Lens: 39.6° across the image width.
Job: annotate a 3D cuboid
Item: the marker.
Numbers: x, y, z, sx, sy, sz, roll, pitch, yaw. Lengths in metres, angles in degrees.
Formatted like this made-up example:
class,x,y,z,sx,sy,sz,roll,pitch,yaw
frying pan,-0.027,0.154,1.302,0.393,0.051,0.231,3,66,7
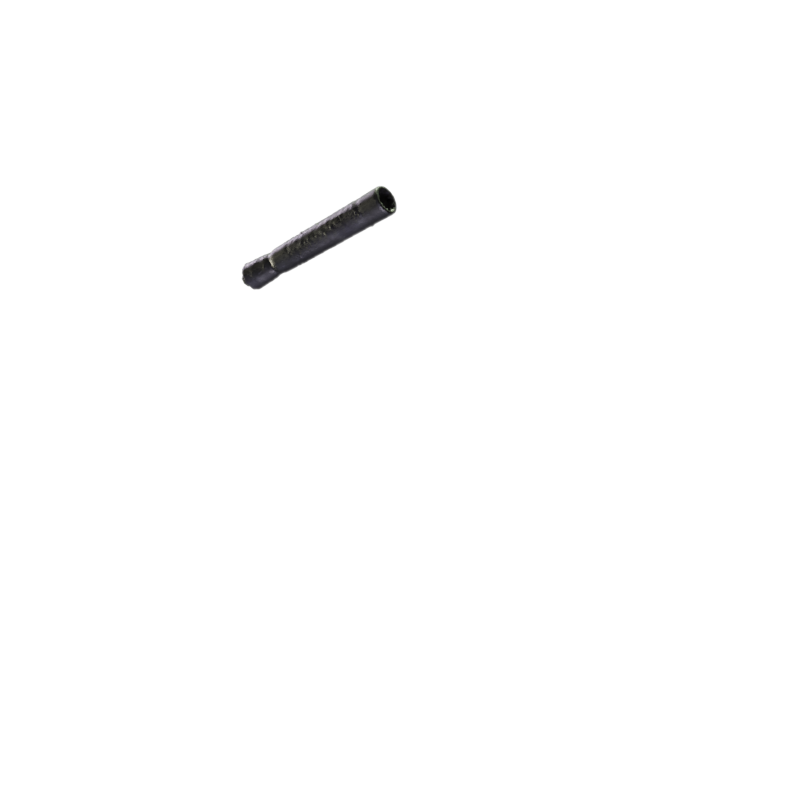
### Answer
class,x,y,z,sx,sy,sz,roll,pitch,yaw
marker,-0.053,-0.097,0.681,0.121,0.020,0.019,-24,-11,35
